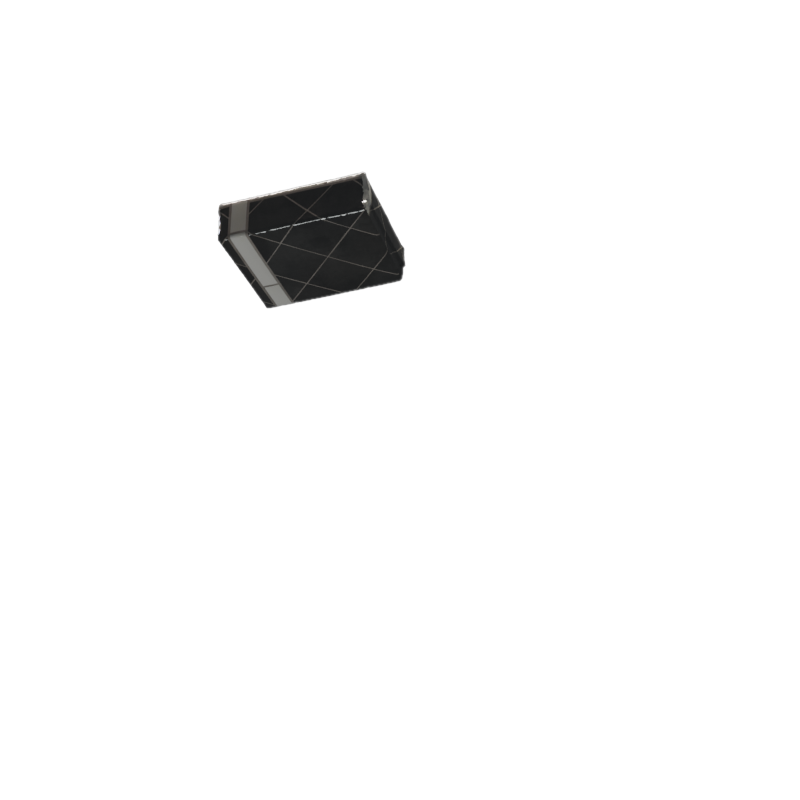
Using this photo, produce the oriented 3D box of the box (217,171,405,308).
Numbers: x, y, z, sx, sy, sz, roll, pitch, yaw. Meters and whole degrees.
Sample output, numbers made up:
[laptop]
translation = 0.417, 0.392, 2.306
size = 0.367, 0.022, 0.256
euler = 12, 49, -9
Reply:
[box]
translation = -0.050, -0.091, 0.635
size = 0.090, 0.032, 0.067
euler = -10, -33, 16
